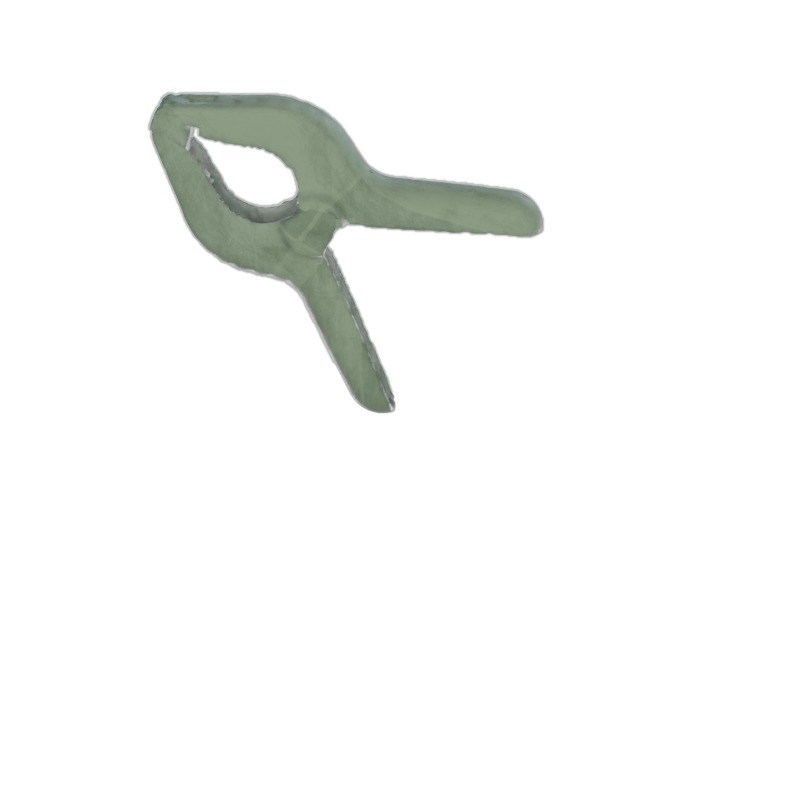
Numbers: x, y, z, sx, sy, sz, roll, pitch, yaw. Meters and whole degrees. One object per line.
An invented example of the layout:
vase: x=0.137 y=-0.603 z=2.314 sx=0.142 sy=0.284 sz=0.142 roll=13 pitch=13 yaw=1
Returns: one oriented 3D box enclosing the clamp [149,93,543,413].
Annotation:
clamp: x=-0.038 y=-0.069 z=0.484 sx=0.169 sy=0.118 sz=0.040 roll=26 pitch=12 yaw=-6
